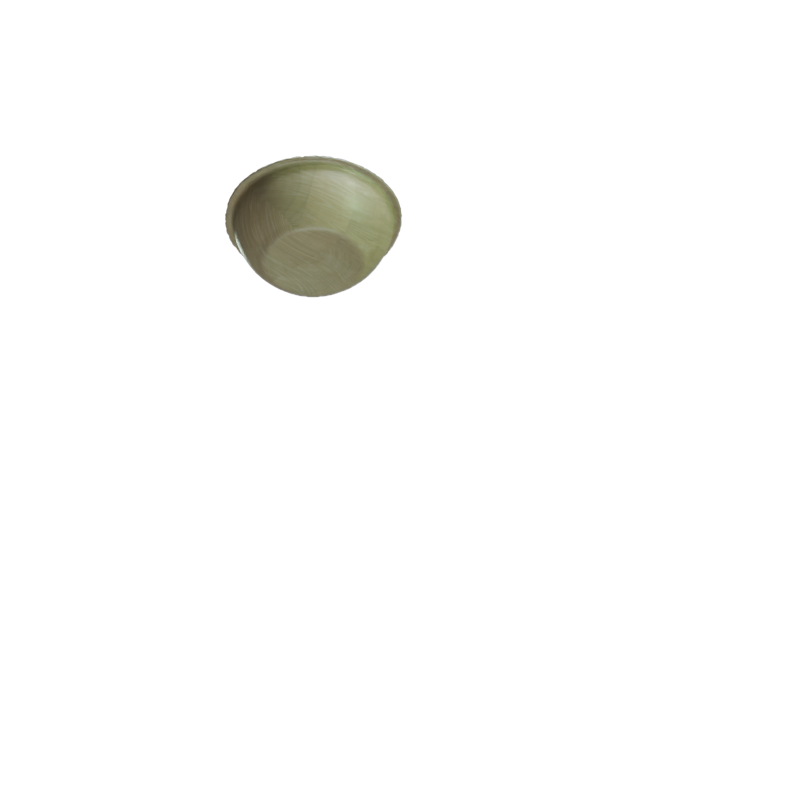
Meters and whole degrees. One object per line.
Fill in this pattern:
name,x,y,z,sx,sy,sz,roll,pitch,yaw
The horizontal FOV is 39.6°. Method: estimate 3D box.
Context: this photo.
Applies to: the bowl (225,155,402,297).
bowl,-0.078,-0.142,0.995,0.162,0.059,0.151,1,-39,-1
